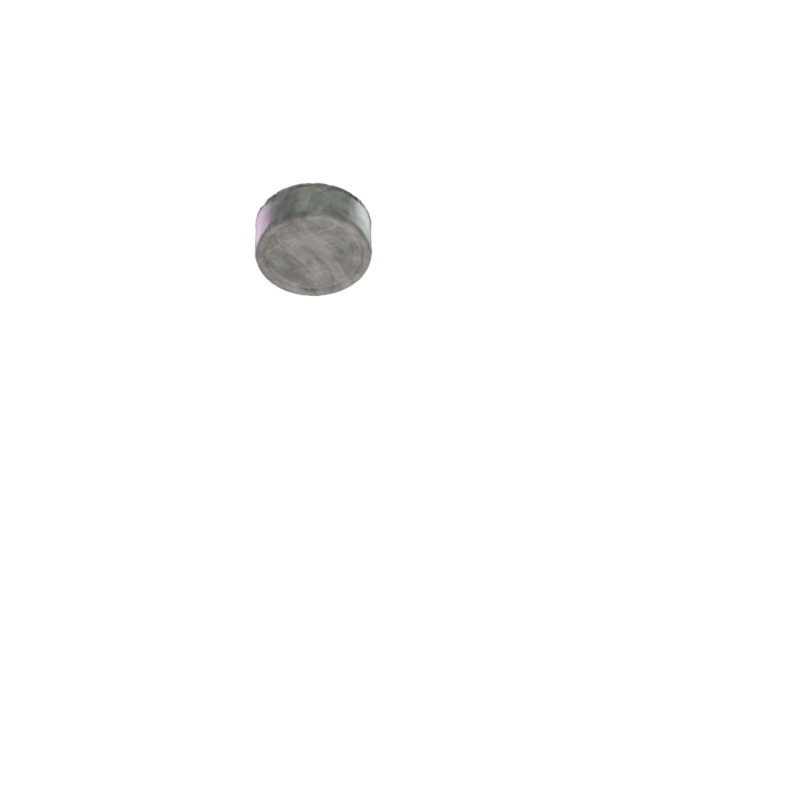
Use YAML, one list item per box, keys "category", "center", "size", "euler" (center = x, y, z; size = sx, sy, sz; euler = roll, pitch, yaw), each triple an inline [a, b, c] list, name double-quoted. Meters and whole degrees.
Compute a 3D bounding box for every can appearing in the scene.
- category: "can"
  center: [-0.063, -0.115, 0.806]
  size: [0.086, 0.036, 0.080]
  euler: [1, -41, -1]
